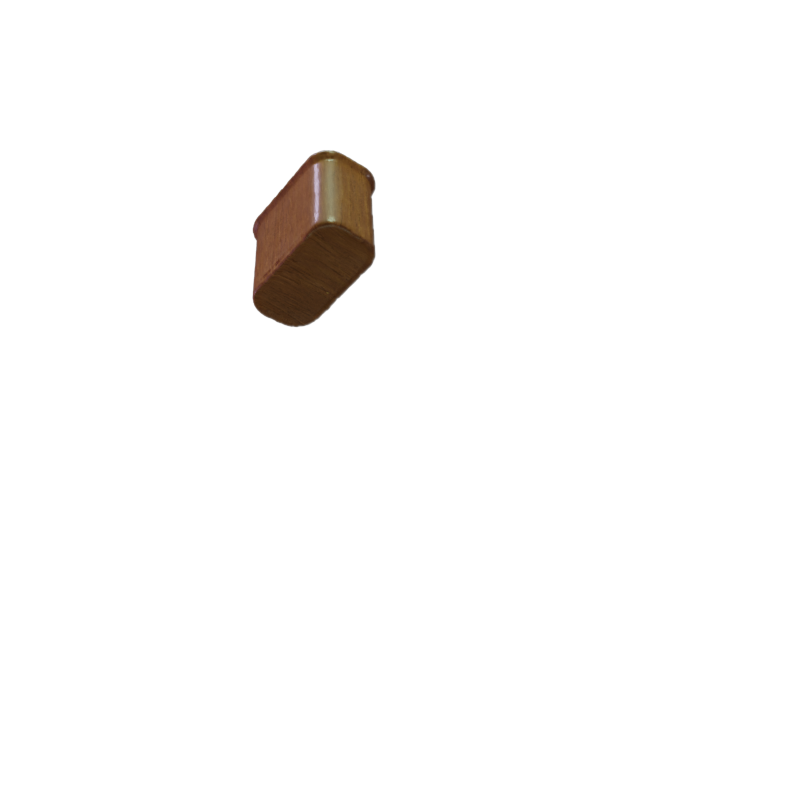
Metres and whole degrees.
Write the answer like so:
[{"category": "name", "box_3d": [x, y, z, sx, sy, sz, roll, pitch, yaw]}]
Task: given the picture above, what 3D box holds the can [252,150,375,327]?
[{"category": "can", "box_3d": [-0.062, -0.112, 0.787, 0.055, 0.090, 0.100, 29, -55, -26]}]
